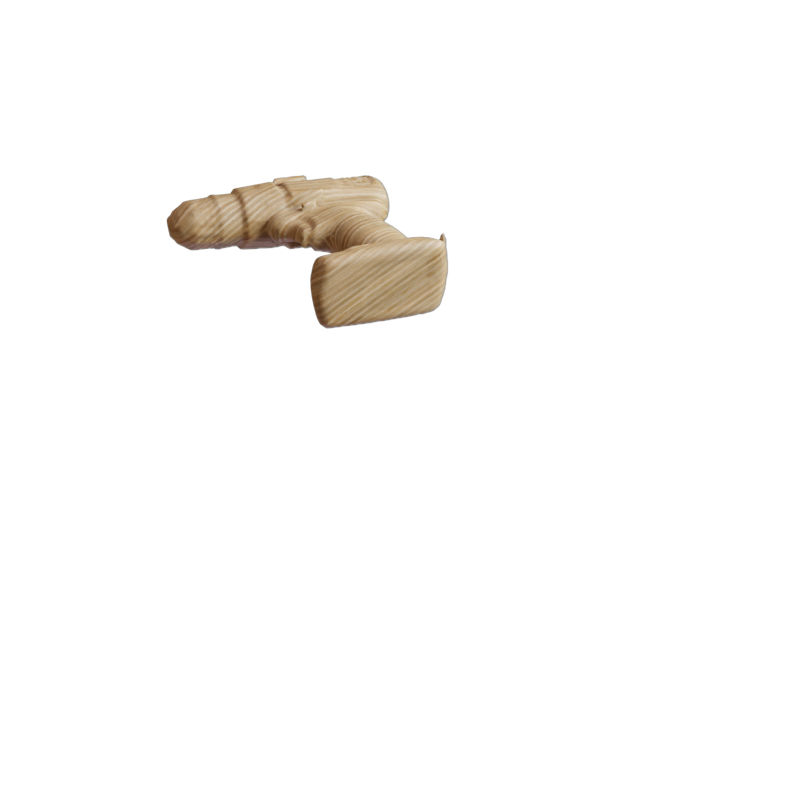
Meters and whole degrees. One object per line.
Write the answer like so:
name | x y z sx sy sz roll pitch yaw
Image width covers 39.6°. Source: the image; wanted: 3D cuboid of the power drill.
power drill | -0.065 -0.119 0.831 0.181 0.054 0.202 -13 32 -22
